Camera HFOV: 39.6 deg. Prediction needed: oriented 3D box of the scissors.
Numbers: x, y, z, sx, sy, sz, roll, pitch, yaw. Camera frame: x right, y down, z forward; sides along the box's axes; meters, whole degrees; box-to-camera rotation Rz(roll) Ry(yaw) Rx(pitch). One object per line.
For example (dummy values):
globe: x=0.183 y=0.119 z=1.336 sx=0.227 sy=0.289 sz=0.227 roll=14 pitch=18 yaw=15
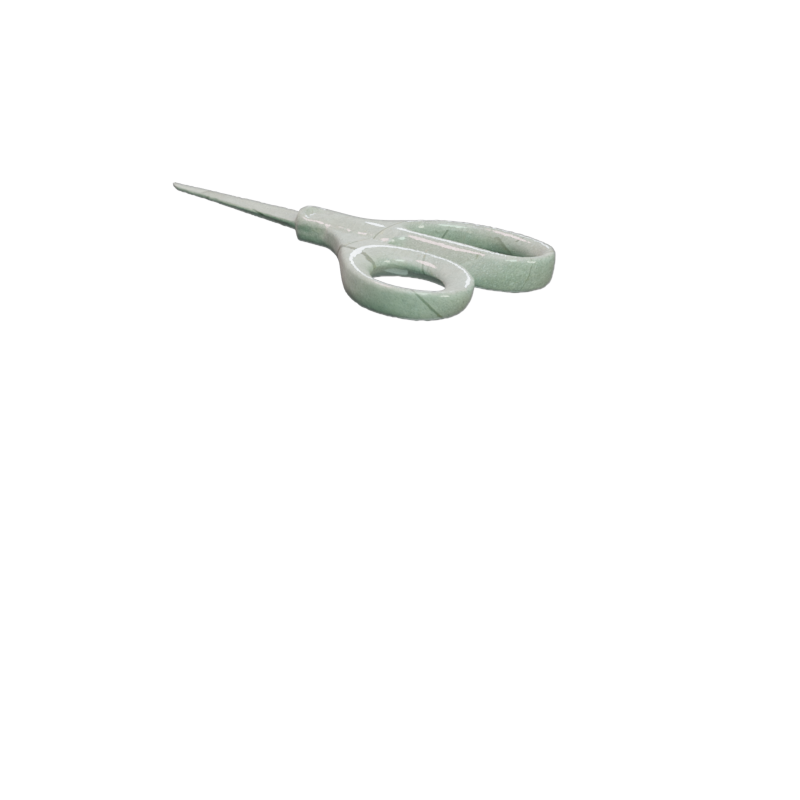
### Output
scissors: x=-0.037 y=-0.068 z=0.476 sx=0.210 sy=0.015 sz=0.097 roll=12 pitch=28 yaw=23
